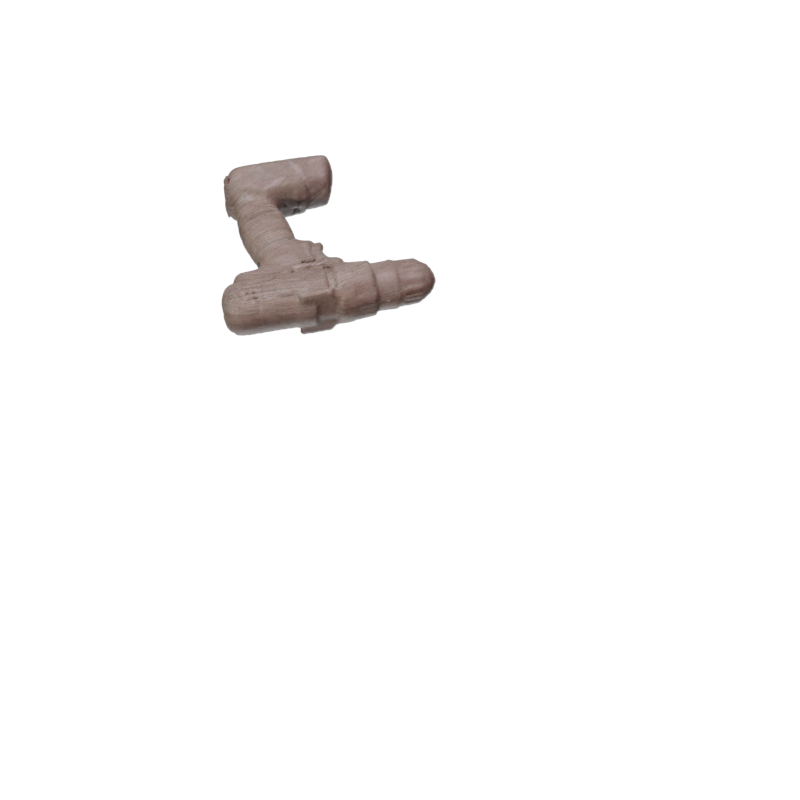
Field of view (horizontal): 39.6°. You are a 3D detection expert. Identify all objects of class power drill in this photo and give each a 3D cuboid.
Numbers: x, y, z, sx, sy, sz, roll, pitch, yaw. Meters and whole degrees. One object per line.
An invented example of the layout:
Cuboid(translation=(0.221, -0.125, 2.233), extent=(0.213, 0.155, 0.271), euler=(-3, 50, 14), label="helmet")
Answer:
Cuboid(translation=(-0.078, -0.142, 0.996), extent=(0.183, 0.053, 0.203), euler=(-10, 46, -10), label="power drill")
